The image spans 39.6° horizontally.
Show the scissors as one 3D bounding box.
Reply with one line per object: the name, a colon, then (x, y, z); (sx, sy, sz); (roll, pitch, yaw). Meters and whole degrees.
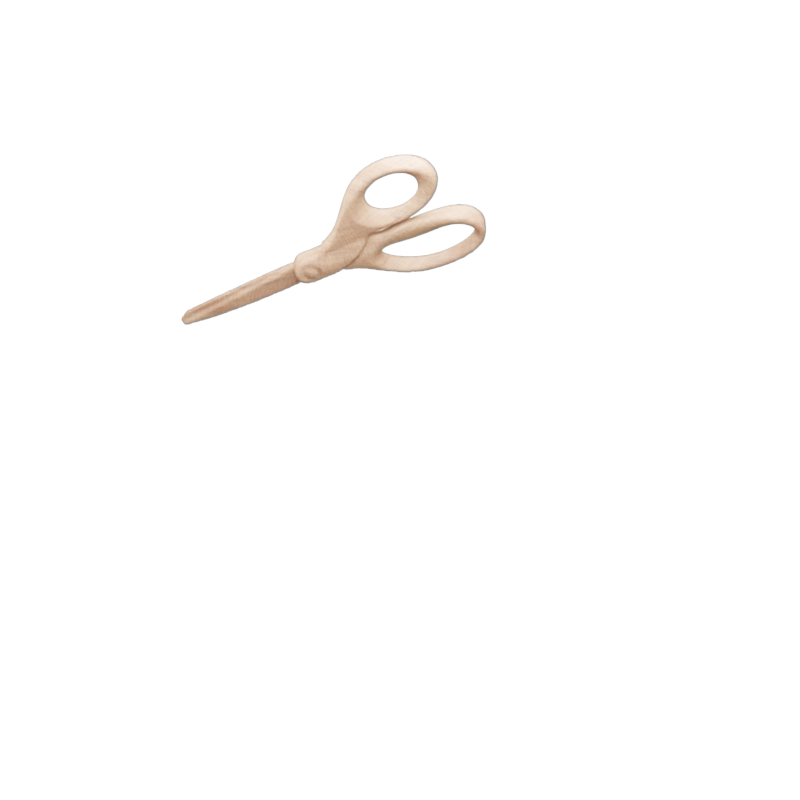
scissors: (-0.052, -0.094, 0.659); (0.203, 0.017, 0.089); (-10, -42, 11)
